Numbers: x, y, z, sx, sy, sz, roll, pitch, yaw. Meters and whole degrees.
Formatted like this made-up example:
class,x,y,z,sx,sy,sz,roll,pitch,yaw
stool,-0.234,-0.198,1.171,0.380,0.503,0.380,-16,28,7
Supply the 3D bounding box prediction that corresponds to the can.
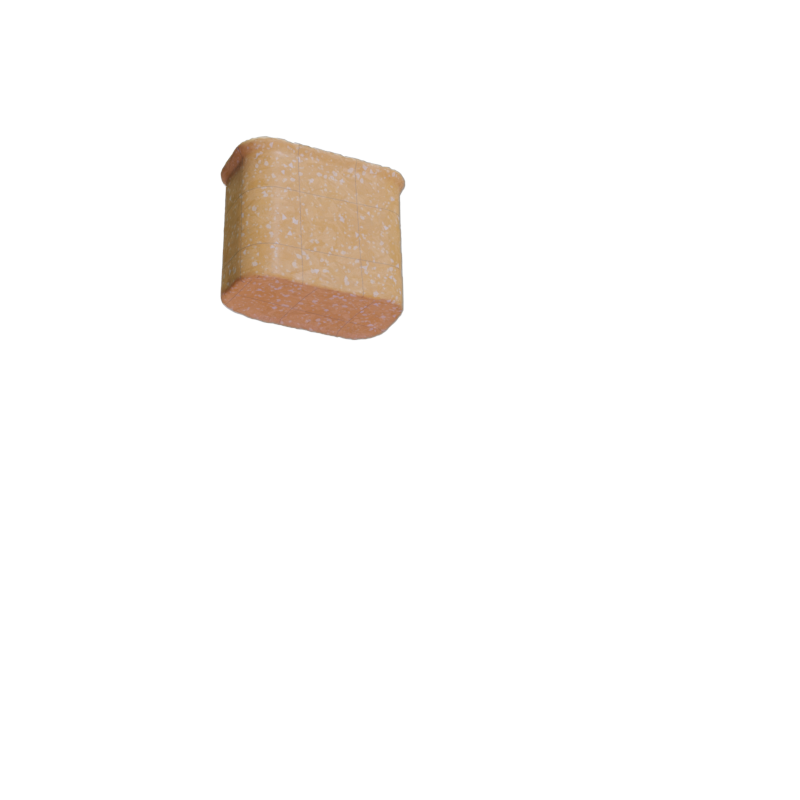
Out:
class,x,y,z,sx,sy,sz,roll,pitch,yaw
can,-0.047,-0.086,0.605,0.098,0.089,0.056,11,-30,-23
